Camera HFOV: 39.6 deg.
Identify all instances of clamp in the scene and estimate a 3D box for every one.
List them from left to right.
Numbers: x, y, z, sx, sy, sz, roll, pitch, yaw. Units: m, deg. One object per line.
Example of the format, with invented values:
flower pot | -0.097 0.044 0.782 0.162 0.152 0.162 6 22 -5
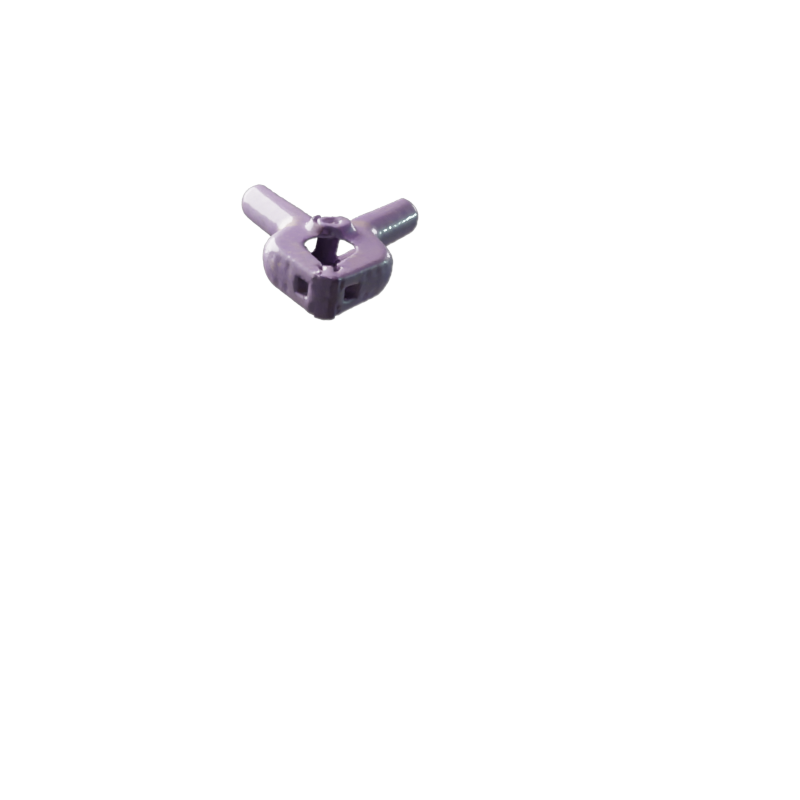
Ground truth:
clamp | -0.055 -0.100 0.701 0.121 0.037 0.178 3 25 7
